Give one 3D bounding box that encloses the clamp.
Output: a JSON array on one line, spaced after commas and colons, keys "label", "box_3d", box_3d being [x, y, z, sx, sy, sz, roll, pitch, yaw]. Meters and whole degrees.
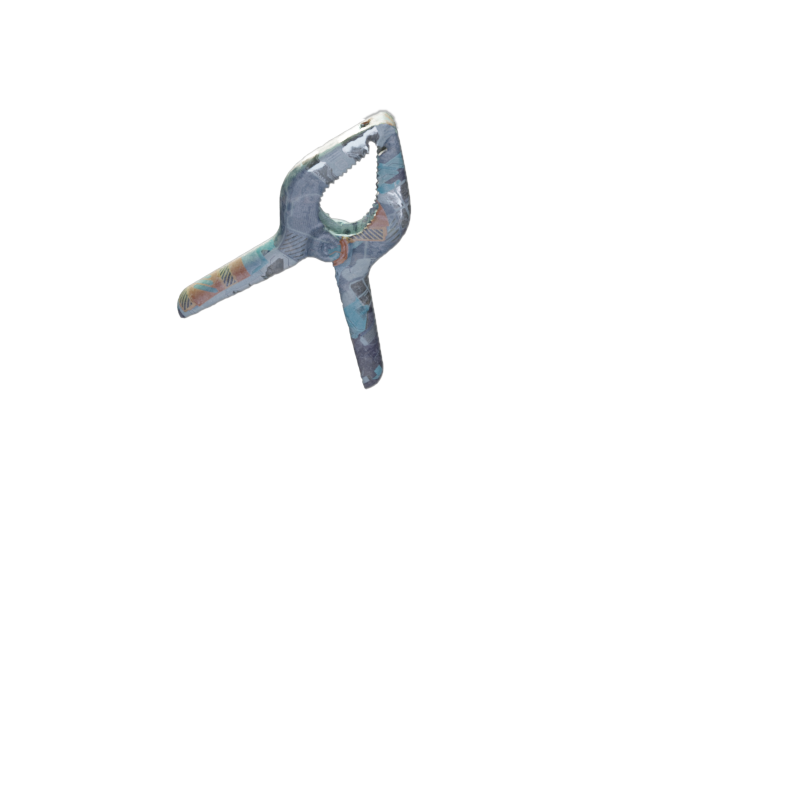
[{"label": "clamp", "box_3d": [-0.063, -0.114, 0.800, 0.162, 0.201, 0.038, 16, 26, -8]}]
